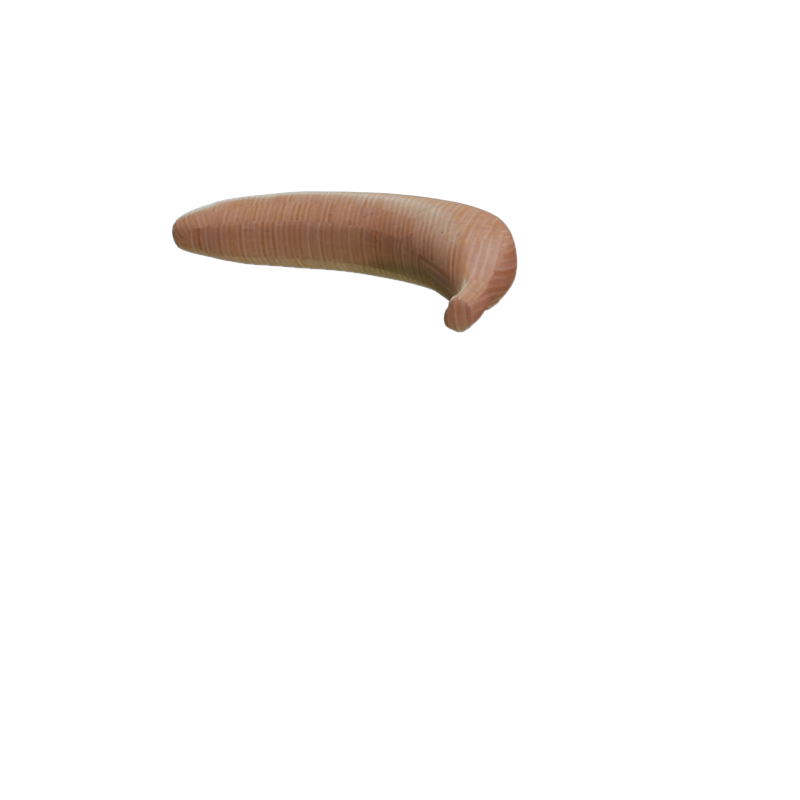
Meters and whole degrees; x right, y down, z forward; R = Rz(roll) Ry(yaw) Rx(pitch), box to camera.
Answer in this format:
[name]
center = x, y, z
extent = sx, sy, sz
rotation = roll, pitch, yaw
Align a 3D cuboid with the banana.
[banana]
center = -0.019, -0.066, 0.456
extent = 0.068, 0.036, 0.209
rotation = -11, 19, -37
